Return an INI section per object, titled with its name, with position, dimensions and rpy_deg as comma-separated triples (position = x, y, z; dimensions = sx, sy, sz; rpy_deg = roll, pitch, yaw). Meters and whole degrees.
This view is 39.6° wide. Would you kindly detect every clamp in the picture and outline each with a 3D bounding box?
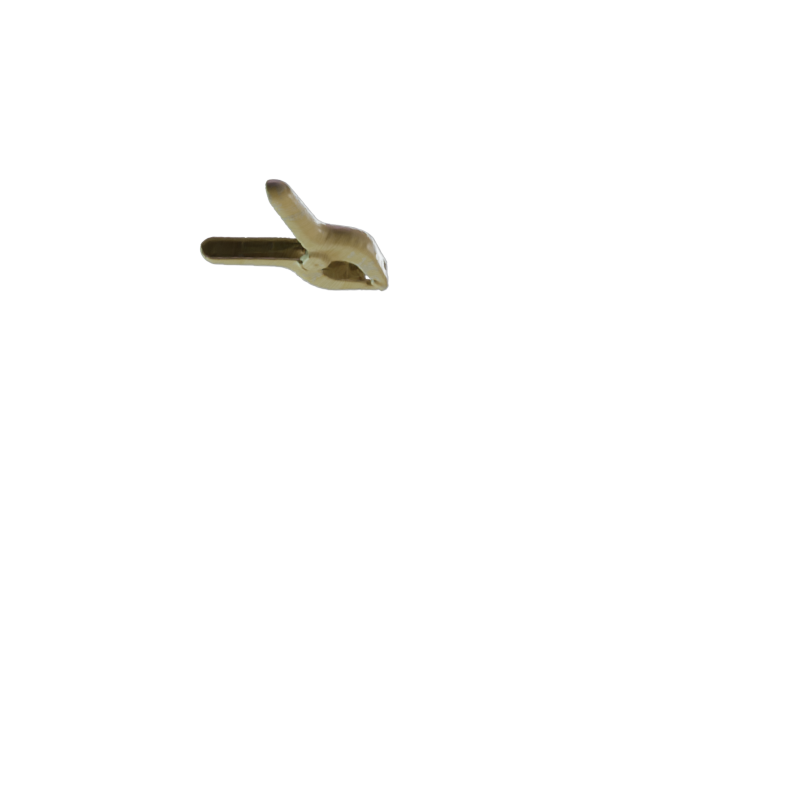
[clamp]
position = -0.076, -0.138, 0.966
dimensions = 0.165, 0.041, 0.118
rpy_deg = 11, -25, -25
